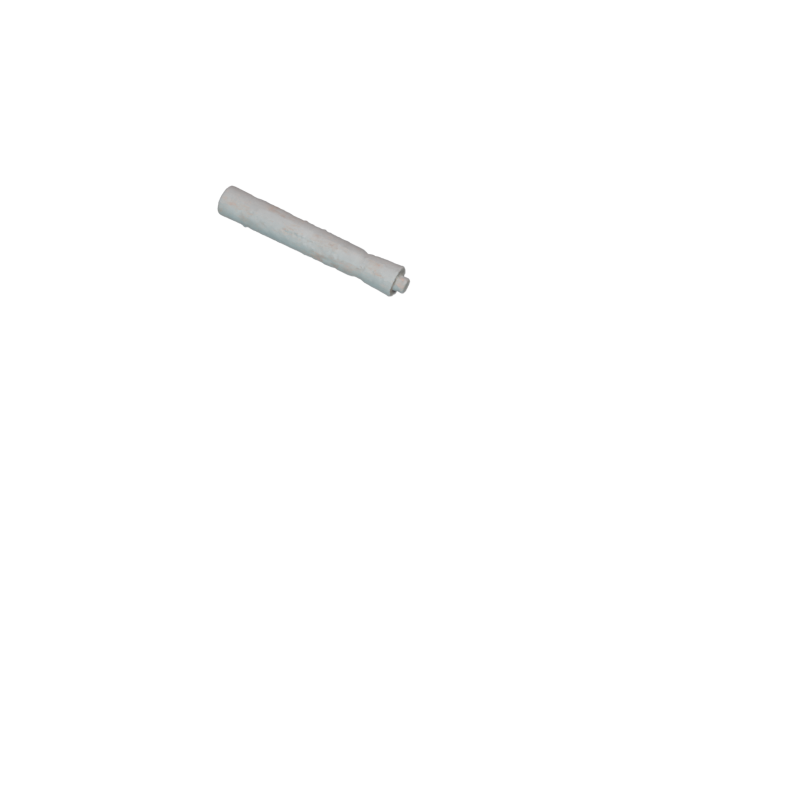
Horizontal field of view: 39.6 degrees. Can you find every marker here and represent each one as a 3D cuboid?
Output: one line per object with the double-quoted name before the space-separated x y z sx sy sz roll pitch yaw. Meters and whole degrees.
"marker" -0.050 -0.091 0.634 0.126 0.019 0.019 28 12 17
